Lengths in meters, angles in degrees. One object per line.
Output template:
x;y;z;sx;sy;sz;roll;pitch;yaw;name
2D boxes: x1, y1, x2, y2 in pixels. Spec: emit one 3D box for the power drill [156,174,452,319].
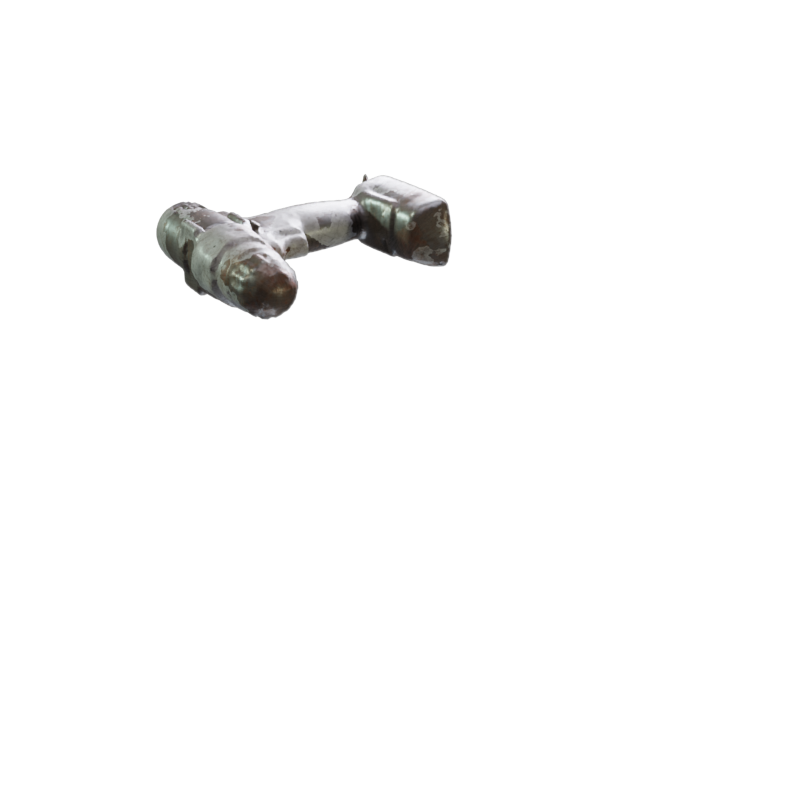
-0.061;-0.111;0.781;0.184;0.055;0.197;-12;27;-26;power drill
